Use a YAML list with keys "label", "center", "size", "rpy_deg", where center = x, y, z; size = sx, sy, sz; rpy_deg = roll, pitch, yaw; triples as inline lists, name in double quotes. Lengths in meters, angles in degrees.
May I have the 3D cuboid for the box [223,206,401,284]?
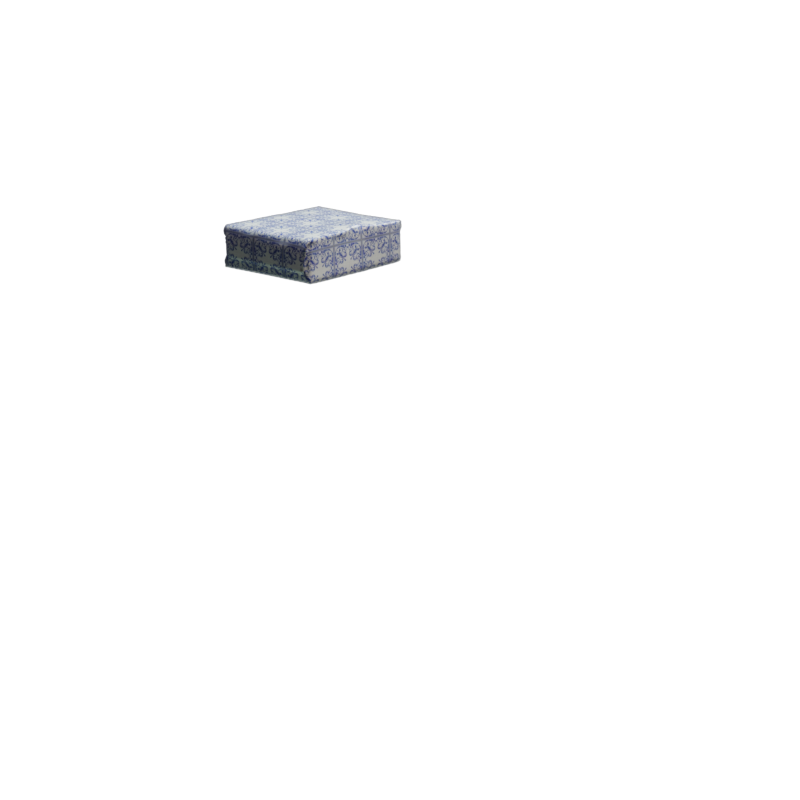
- label: "box"
  center: [-0.054, -0.099, 0.694]
  size: [0.077, 0.029, 0.088]
  rpy_deg: [16, 24, 39]
